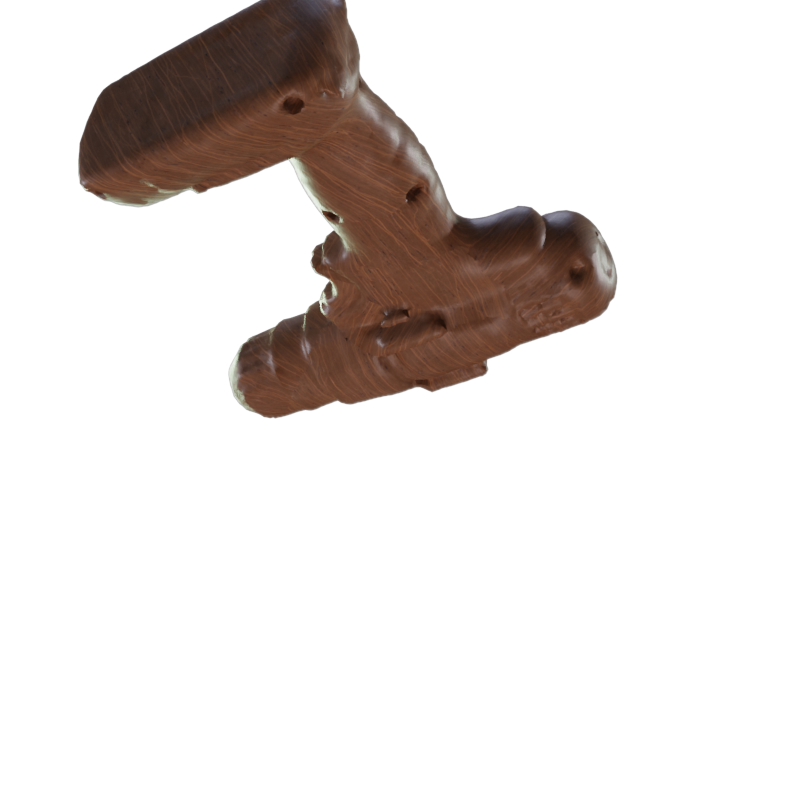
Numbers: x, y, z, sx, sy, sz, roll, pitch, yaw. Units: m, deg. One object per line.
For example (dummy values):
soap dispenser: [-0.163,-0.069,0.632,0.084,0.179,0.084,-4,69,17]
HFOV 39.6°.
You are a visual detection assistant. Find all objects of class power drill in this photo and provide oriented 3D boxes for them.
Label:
power drill: [-0.034,-0.062,0.434,0.186,0.061,0.174,-21,-39,27]
